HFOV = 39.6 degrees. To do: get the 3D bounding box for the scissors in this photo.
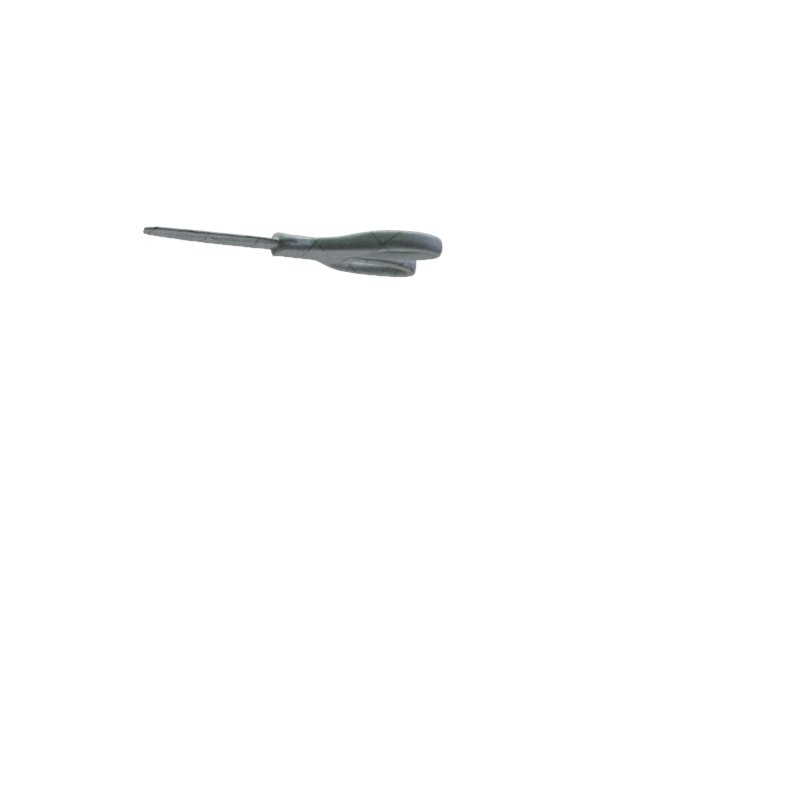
[{"bbox_3d":[-0.057,-0.104,0.725,0.192,0.016,0.098,5,-9,-40],"label":"scissors"}]
